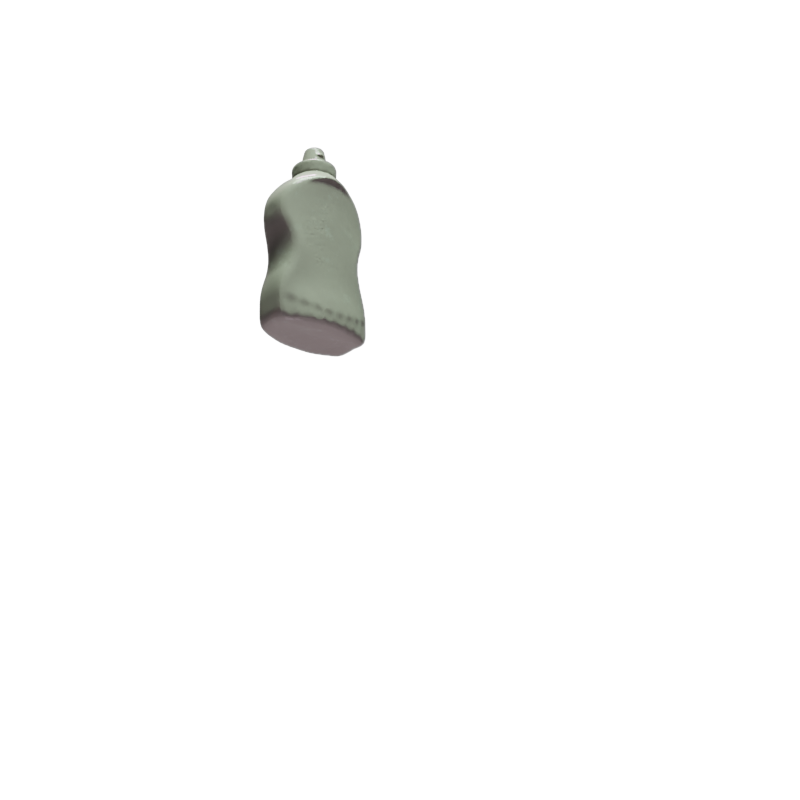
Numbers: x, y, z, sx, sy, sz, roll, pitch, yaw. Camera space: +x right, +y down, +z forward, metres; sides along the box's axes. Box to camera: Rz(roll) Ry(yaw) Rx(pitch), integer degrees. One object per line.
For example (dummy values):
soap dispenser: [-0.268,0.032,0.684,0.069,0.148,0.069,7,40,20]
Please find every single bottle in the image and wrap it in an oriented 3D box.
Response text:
bottle: [-0.077,-0.140,0.982,0.091,0.204,0.058,19,-35,-34]
